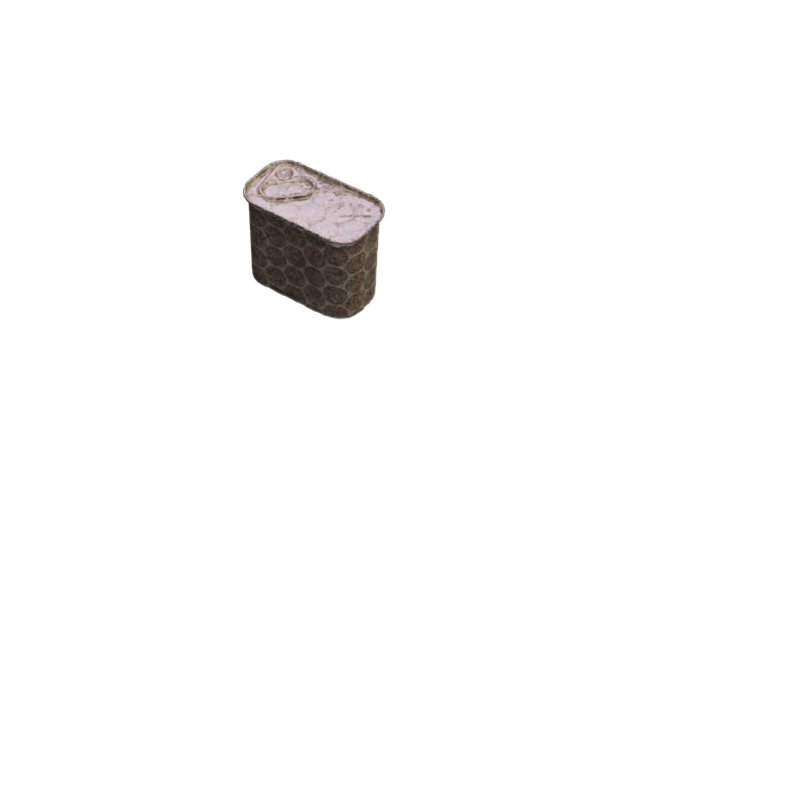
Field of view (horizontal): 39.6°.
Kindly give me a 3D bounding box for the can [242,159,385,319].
[{"bbox_3d":[-0.064,-0.116,0.814,0.107,0.078,0.059,28,52,22],"label":"can"}]
